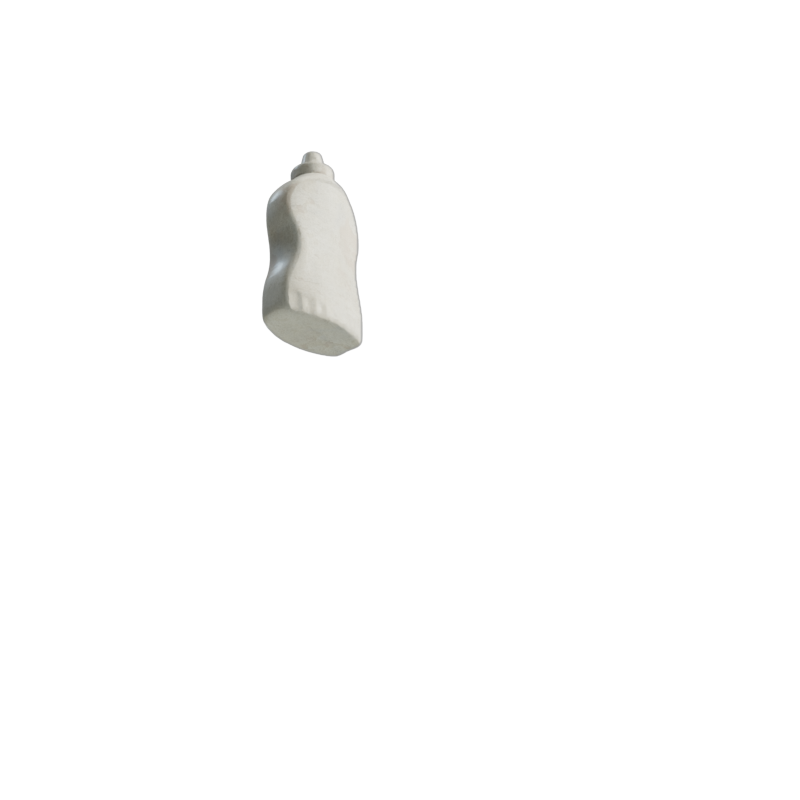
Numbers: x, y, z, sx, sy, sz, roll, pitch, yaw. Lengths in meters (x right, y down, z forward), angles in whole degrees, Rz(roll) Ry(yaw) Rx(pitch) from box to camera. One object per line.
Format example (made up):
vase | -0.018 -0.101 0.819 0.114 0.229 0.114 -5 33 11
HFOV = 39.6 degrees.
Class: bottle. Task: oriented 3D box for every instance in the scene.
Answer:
bottle | -0.078 -0.141 0.987 0.090 0.204 0.058 25 -40 -38
